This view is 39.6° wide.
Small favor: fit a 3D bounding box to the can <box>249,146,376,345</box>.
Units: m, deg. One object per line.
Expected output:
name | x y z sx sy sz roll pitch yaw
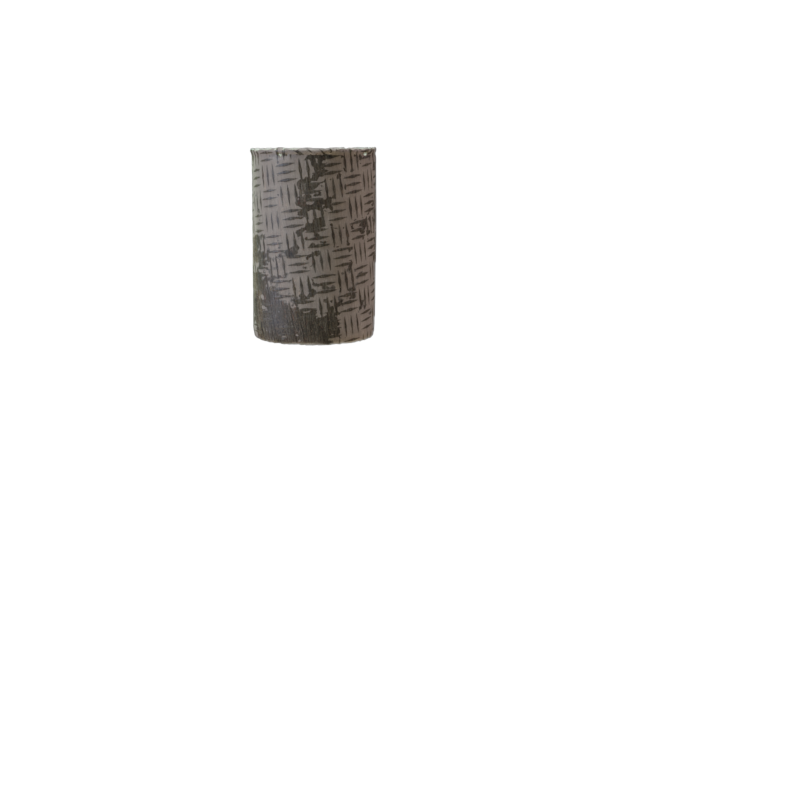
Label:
can | -0.047 -0.086 0.599 0.068 0.101 0.070 0 8 -2
